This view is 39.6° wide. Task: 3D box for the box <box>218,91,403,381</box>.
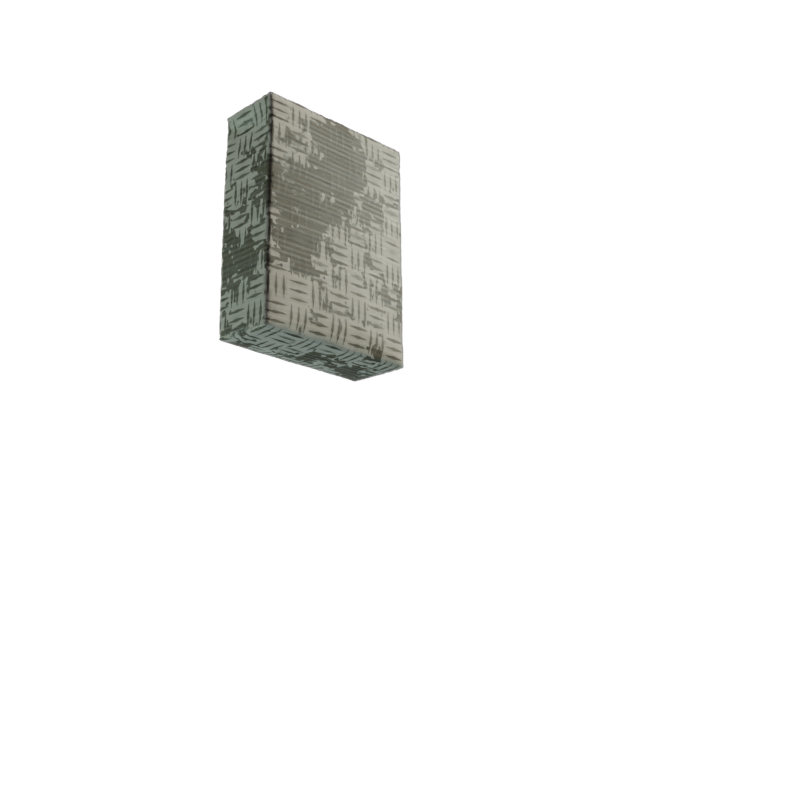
[{"bbox_3d":[-0.076,-0.139,0.972,0.155,0.225,0.072,18,-29,-41],"label":"box"}]
